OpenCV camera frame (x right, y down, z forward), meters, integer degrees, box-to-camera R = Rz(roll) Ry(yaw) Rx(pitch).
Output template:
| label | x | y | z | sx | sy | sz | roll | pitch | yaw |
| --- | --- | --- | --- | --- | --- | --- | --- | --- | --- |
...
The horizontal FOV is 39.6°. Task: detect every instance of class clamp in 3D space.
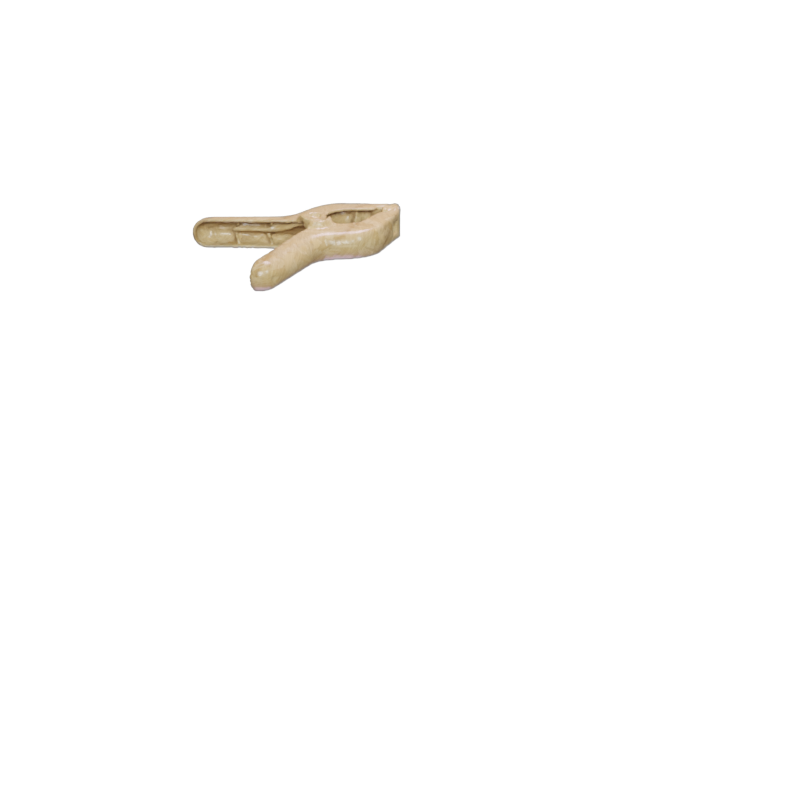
| label | x | y | z | sx | sy | sz | roll | pitch | yaw |
| --- | --- | --- | --- | --- | --- | --- | --- | --- | --- |
| clamp | -0.069 | -0.126 | 0.885 | 0.169 | 0.037 | 0.130 | -13 | 36 | -18 |
